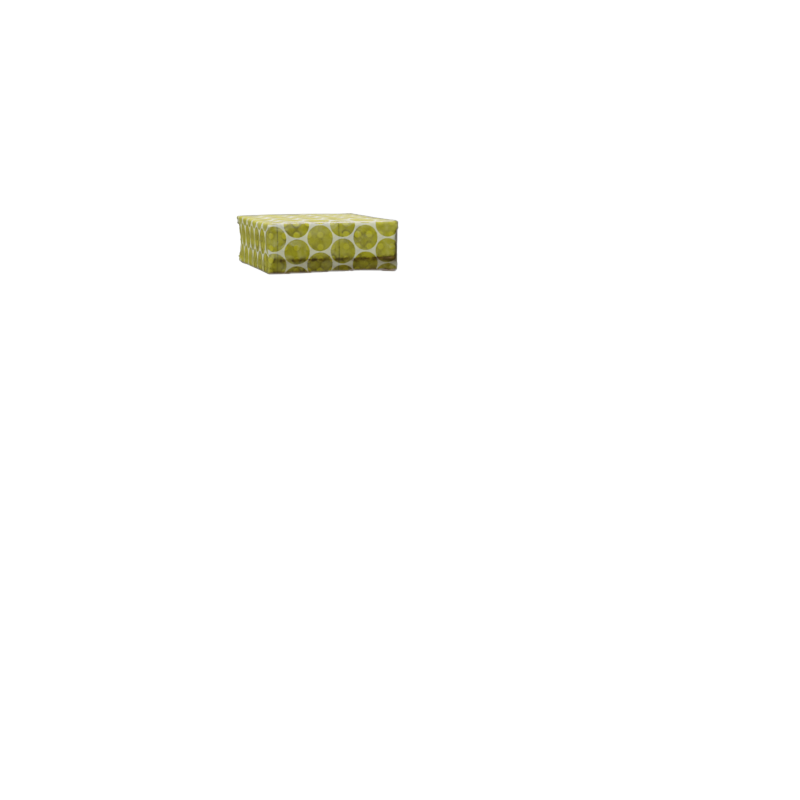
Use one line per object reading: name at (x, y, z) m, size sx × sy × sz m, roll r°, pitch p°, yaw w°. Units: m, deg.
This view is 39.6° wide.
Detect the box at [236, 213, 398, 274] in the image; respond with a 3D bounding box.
box at (-0.061, -0.111, 0.775) m, size 0.088 × 0.038 × 0.117 m, roll -3°, pitch 10°, yaw -17°
